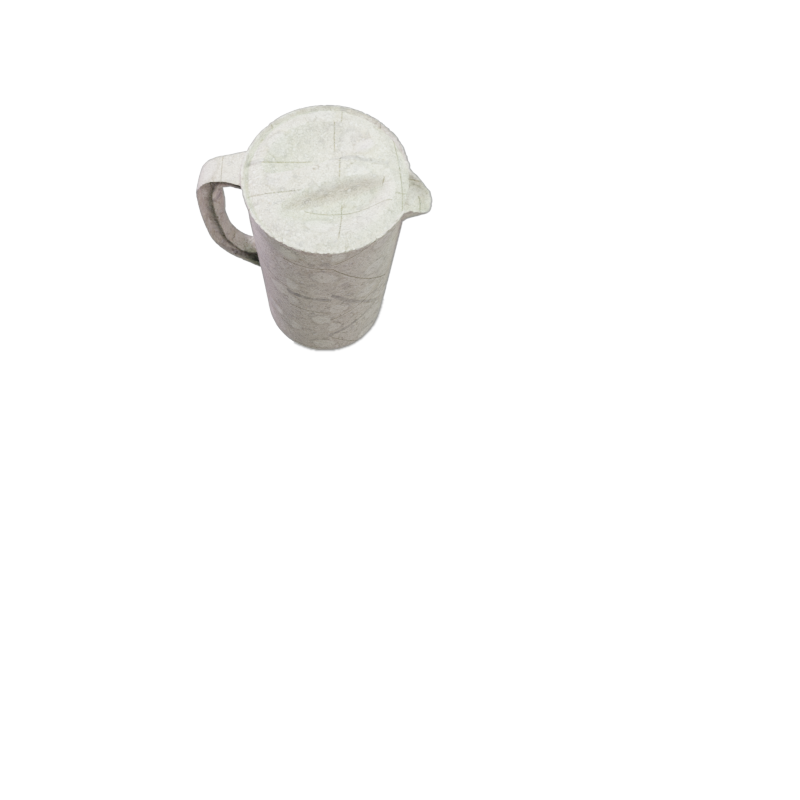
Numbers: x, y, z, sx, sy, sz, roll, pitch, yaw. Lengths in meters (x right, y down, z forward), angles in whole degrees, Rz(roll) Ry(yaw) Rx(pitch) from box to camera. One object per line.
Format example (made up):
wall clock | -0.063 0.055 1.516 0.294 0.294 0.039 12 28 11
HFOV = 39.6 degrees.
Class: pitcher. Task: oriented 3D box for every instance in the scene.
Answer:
pitcher | -0.075 -0.136 0.955 0.145 0.157 0.231 -35 -16 -16
